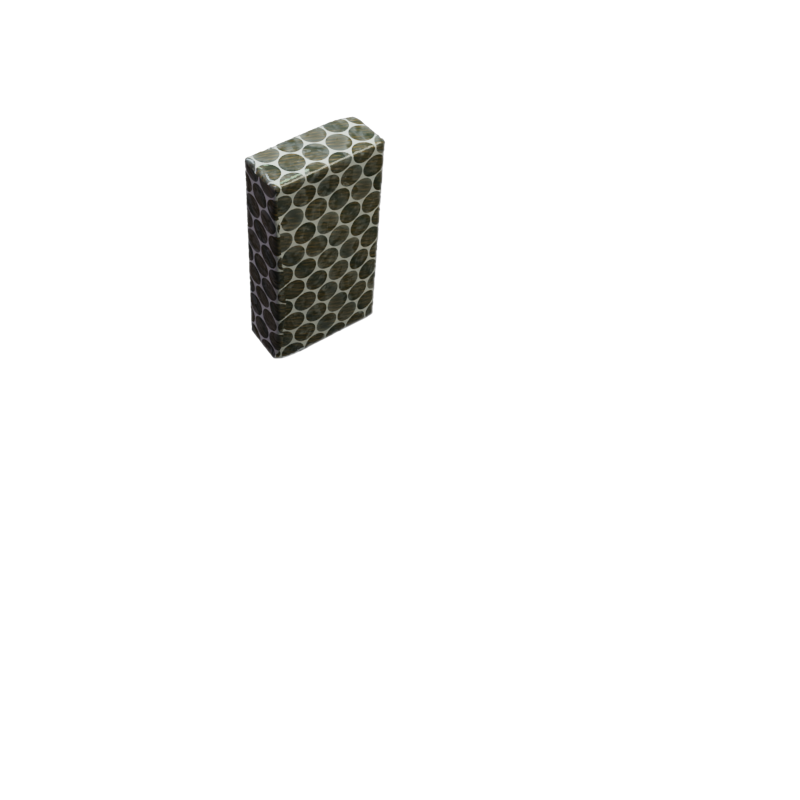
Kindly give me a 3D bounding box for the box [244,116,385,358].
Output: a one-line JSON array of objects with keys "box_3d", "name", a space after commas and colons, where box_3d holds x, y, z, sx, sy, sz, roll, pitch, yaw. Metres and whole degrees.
[{"box_3d": [-0.063, -0.115, 0.806, 0.093, 0.164, 0.052, -27, 53, -26], "name": "box"}]
